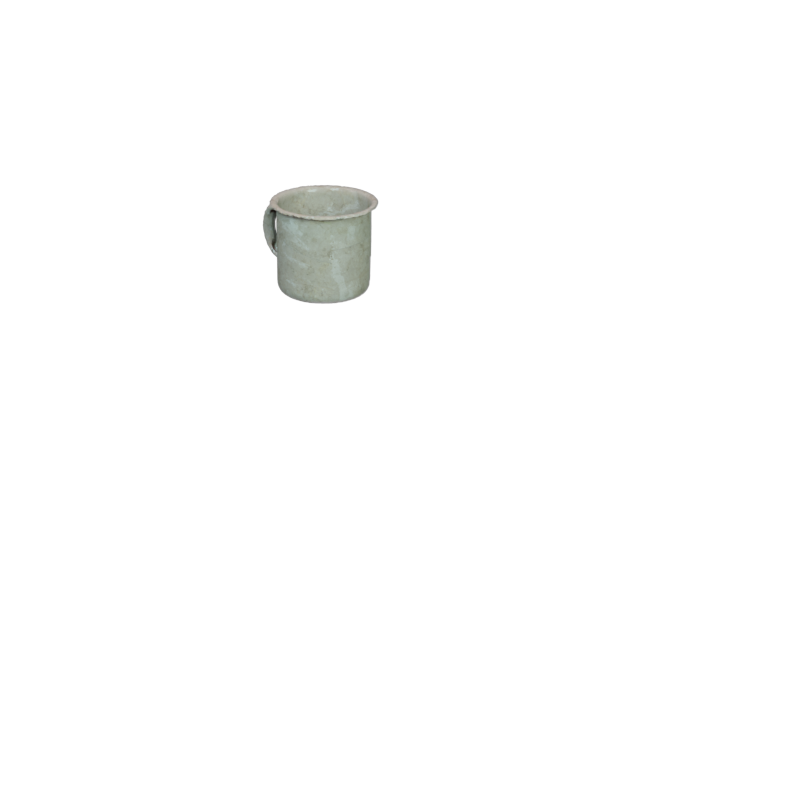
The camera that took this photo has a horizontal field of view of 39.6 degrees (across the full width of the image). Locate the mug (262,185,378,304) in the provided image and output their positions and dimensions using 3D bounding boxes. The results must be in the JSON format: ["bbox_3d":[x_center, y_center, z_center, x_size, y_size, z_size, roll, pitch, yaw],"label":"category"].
[{"bbox_3d":[-0.076,-0.138,0.969,0.124,0.078,0.093,19,30,34],"label":"mug"}]
